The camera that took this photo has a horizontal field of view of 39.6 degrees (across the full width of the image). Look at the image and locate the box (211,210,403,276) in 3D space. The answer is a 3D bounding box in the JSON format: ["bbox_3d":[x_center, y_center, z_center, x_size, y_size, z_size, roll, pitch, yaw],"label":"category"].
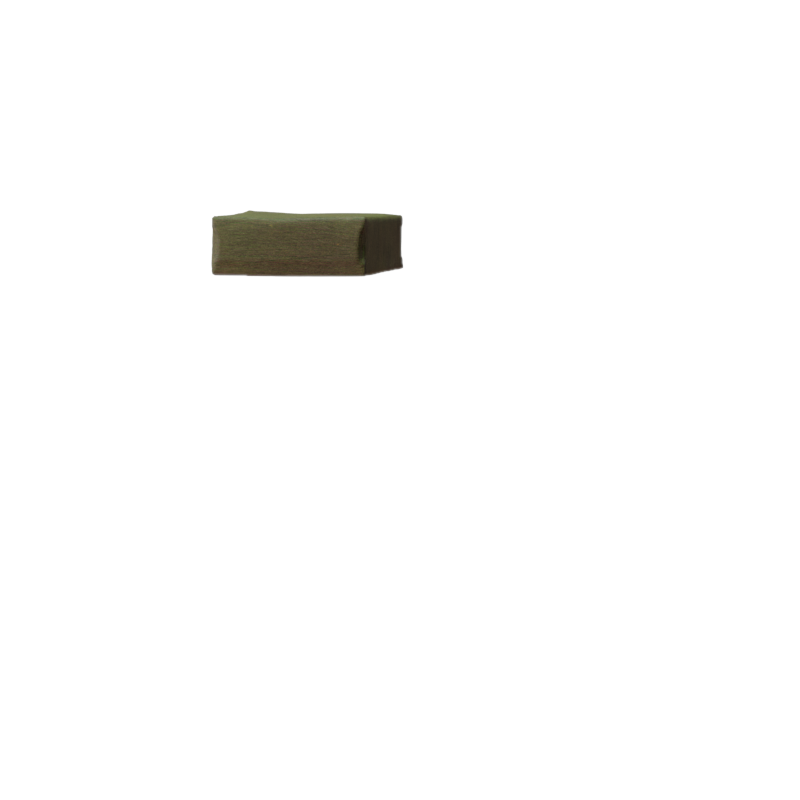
[{"bbox_3d":[-0.042,-0.077,0.537,0.075,0.030,0.089,2,10,13],"label":"box"}]
